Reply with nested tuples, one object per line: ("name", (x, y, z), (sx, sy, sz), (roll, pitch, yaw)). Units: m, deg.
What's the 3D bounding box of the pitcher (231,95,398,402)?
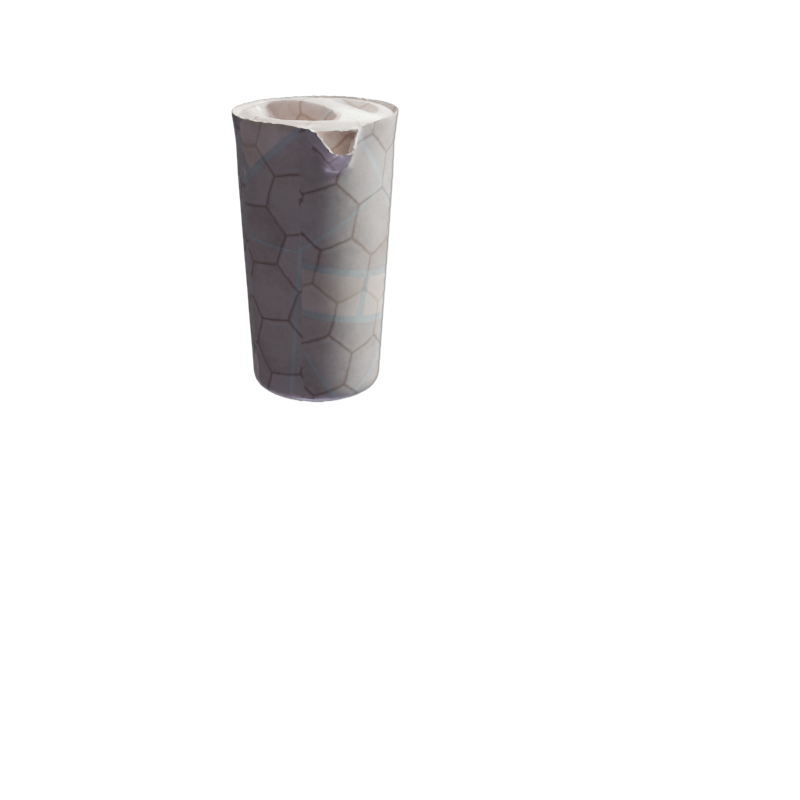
("pitcher", (-0.073, -0.133, 0.928), (0.151, 0.233, 0.150), (11, 22, 25))
